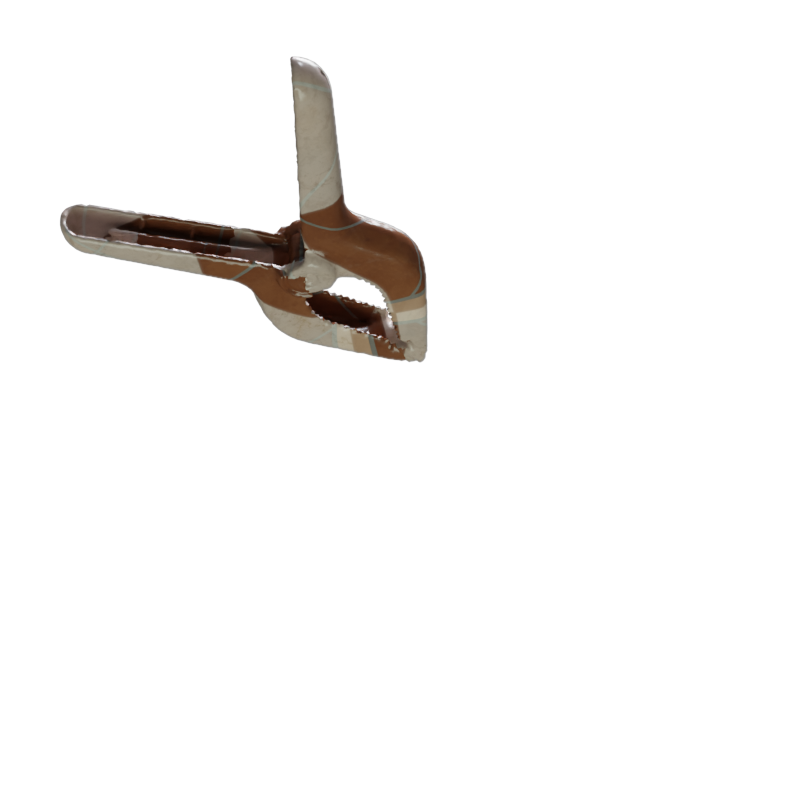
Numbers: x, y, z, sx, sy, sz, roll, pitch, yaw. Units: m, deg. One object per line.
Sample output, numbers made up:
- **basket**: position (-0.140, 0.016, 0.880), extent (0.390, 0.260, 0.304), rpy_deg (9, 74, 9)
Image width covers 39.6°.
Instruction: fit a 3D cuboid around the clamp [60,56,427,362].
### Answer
- **clamp**: position (-0.045, -0.082, 0.573), extent (0.164, 0.039, 0.197), rpy_deg (-31, -47, 34)
